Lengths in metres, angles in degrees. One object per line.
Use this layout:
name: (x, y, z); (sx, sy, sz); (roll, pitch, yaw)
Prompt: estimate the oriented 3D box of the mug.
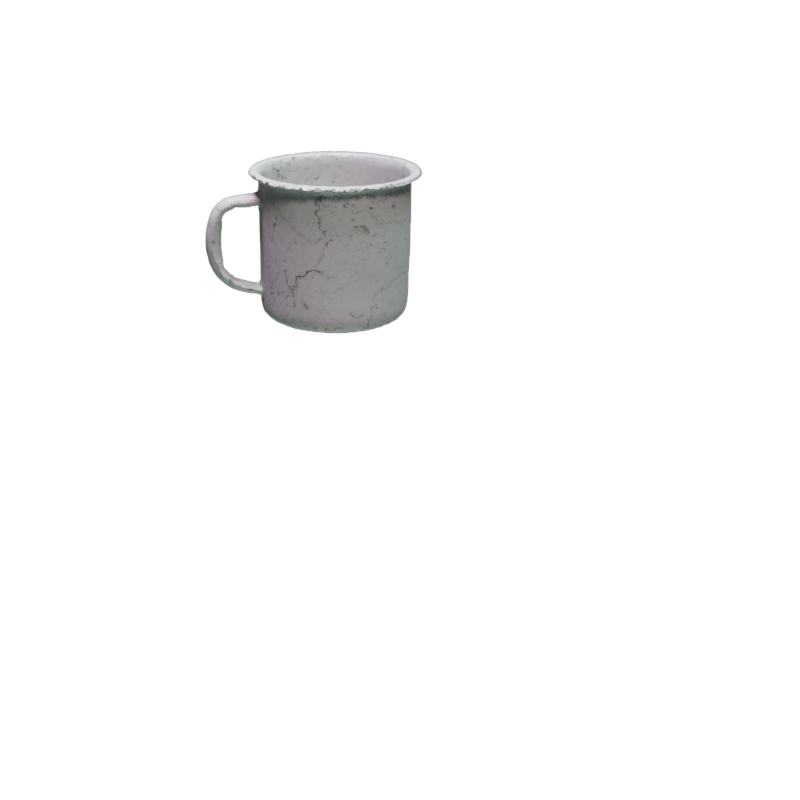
mug: (-0.047, -0.086, 0.603); (0.115, 0.078, 0.099); (-5, 22, -13)
